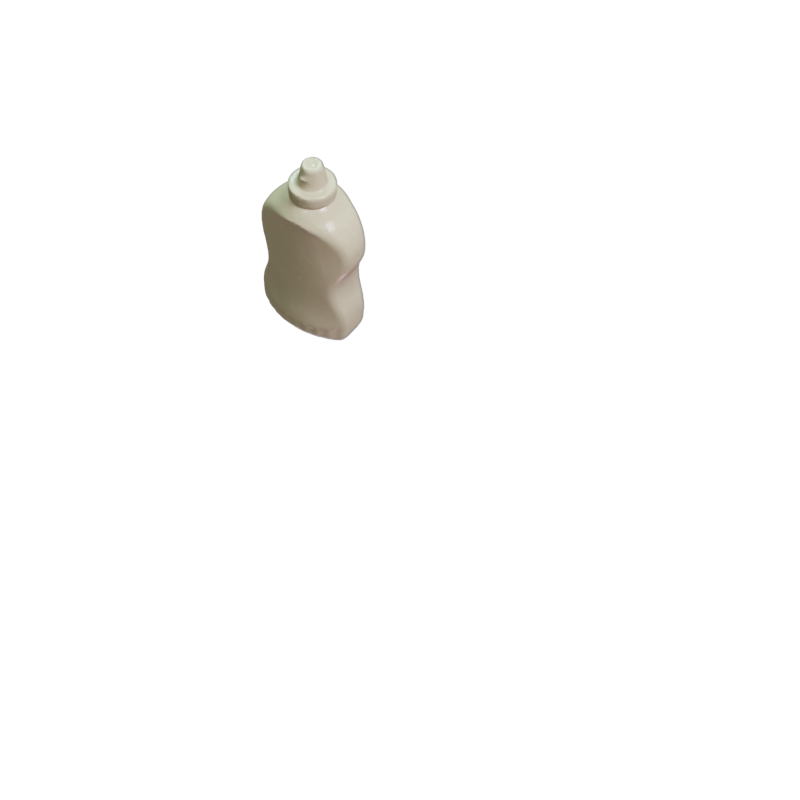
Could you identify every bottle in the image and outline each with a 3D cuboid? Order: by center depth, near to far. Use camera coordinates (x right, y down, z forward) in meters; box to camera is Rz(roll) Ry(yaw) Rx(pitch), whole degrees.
[{"bbox_3d":[-0.076,-0.137,0.961,0.101,0.059,0.179,34,-32,20],"label":"bottle"}]
